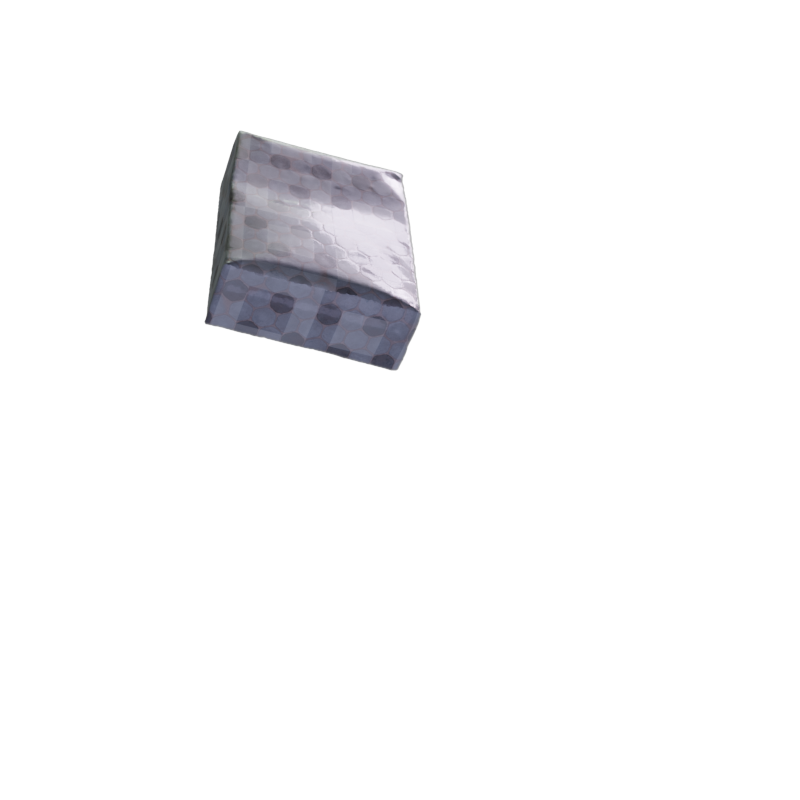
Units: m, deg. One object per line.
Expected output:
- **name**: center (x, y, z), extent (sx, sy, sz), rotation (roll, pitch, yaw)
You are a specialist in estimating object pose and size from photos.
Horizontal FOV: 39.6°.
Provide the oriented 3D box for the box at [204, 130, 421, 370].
- **box**: center (-0.074, -0.135, 0.948), extent (0.161, 0.068, 0.229), rotation (12, 38, -13)
